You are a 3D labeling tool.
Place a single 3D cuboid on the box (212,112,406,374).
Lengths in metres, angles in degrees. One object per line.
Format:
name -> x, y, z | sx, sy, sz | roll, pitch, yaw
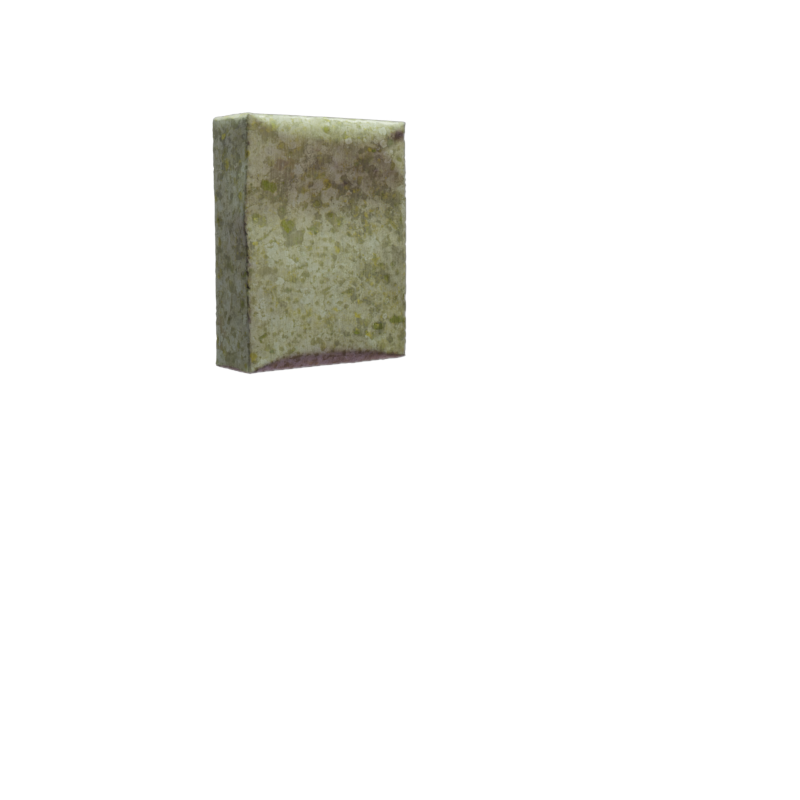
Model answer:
box -> -0.075, -0.137, 0.958 | 0.159, 0.213, 0.075 | -3, 4, -34
